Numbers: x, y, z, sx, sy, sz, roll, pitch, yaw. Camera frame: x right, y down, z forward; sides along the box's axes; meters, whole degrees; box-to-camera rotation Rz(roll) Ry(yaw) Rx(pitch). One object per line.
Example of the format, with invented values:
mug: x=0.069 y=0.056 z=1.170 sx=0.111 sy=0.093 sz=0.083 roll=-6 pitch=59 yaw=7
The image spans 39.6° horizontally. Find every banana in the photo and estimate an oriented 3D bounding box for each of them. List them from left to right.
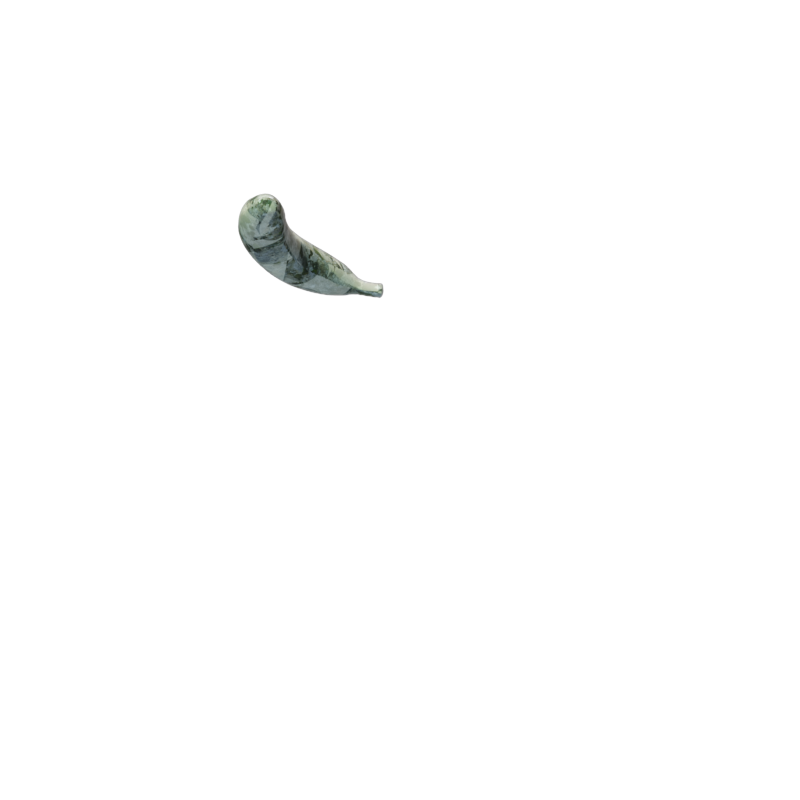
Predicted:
banana: x=-0.082 y=-0.118 z=0.860 sx=0.071 sy=0.038 sz=0.186 roll=-7 pitch=-16 yaw=24
